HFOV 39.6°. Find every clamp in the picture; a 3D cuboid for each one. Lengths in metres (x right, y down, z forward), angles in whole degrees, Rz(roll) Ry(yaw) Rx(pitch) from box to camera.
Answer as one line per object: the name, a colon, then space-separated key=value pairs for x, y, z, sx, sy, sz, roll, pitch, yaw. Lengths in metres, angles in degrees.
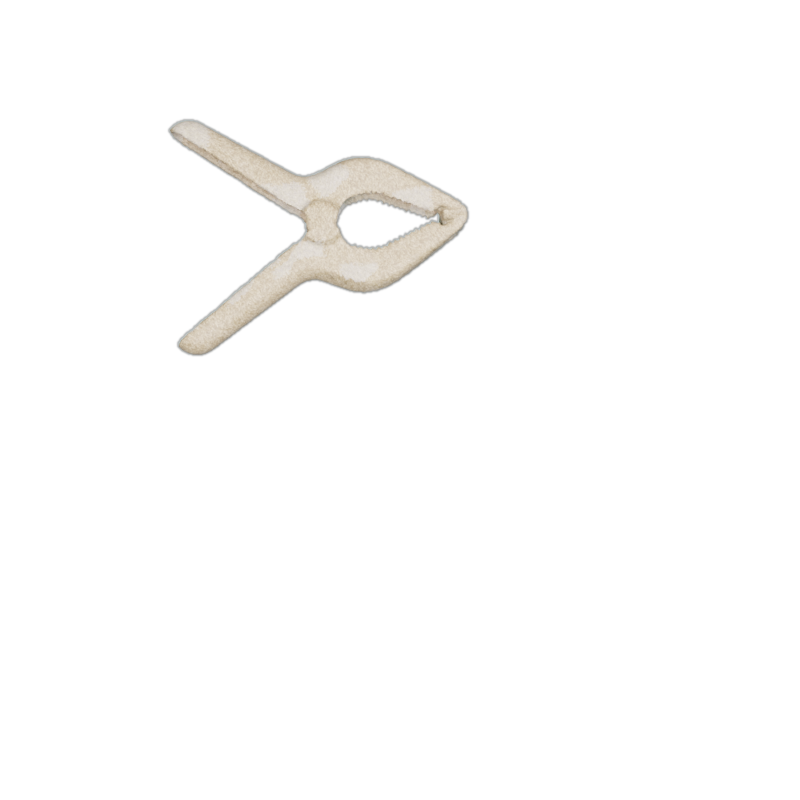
clamp: x=-0.060 y=-0.109 z=0.763 sx=0.210 sy=0.169 sz=0.035 roll=3 pitch=-11 yaw=0
